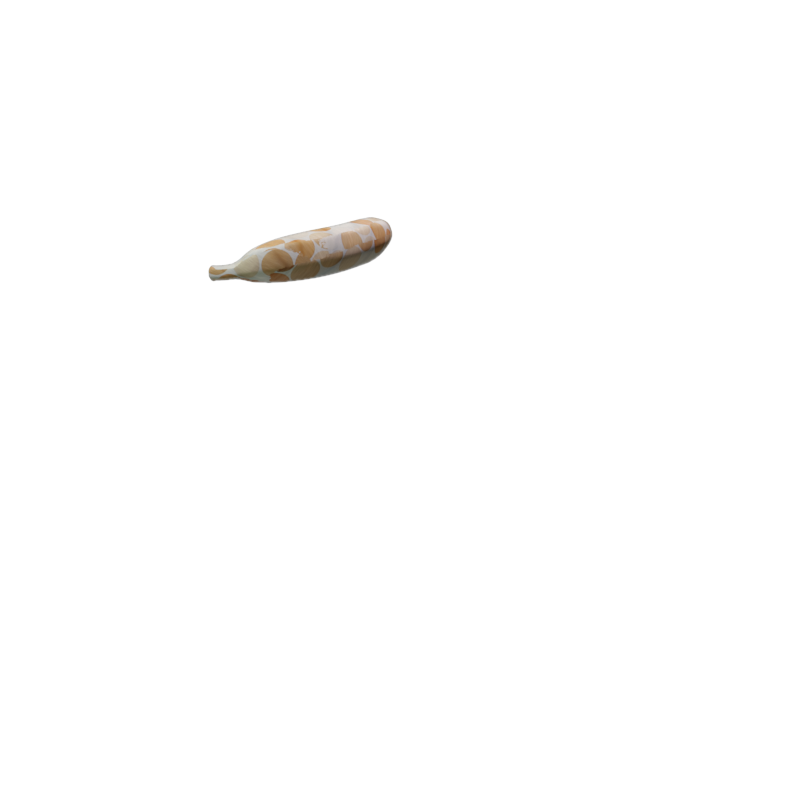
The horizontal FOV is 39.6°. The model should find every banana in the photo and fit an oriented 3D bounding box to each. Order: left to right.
[{"bbox_3d":[-0.061,-0.126,0.904,0.073,0.035,0.194,17,25,40],"label":"banana"}]
